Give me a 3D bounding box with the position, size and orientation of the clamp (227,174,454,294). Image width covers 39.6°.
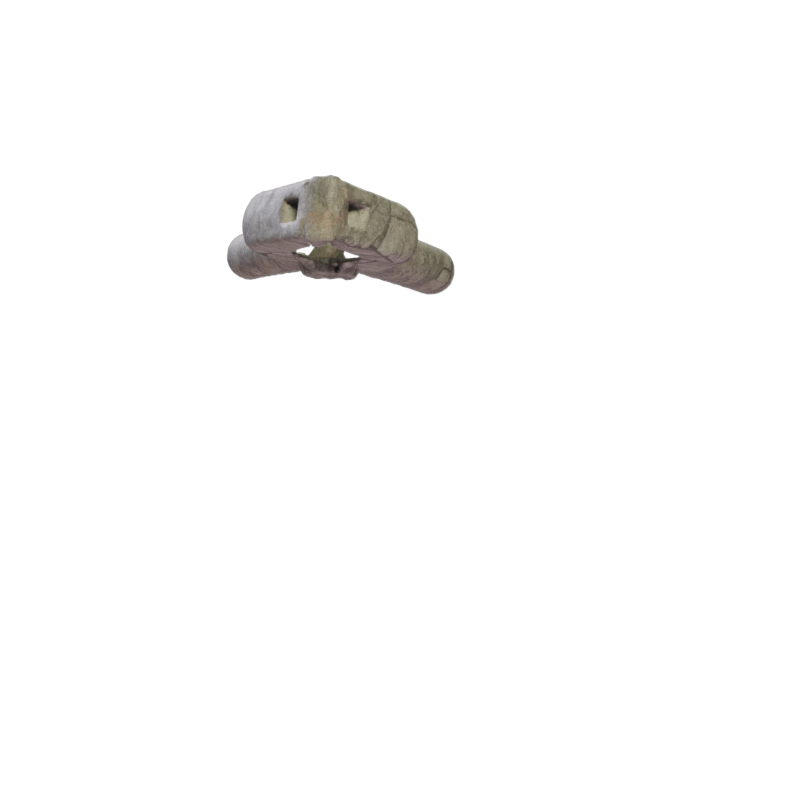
[{"bbox_3d":[-0.041,-0.076,0.530,0.122,0.040,0.165,-1,-6,10],"label":"clamp"}]
